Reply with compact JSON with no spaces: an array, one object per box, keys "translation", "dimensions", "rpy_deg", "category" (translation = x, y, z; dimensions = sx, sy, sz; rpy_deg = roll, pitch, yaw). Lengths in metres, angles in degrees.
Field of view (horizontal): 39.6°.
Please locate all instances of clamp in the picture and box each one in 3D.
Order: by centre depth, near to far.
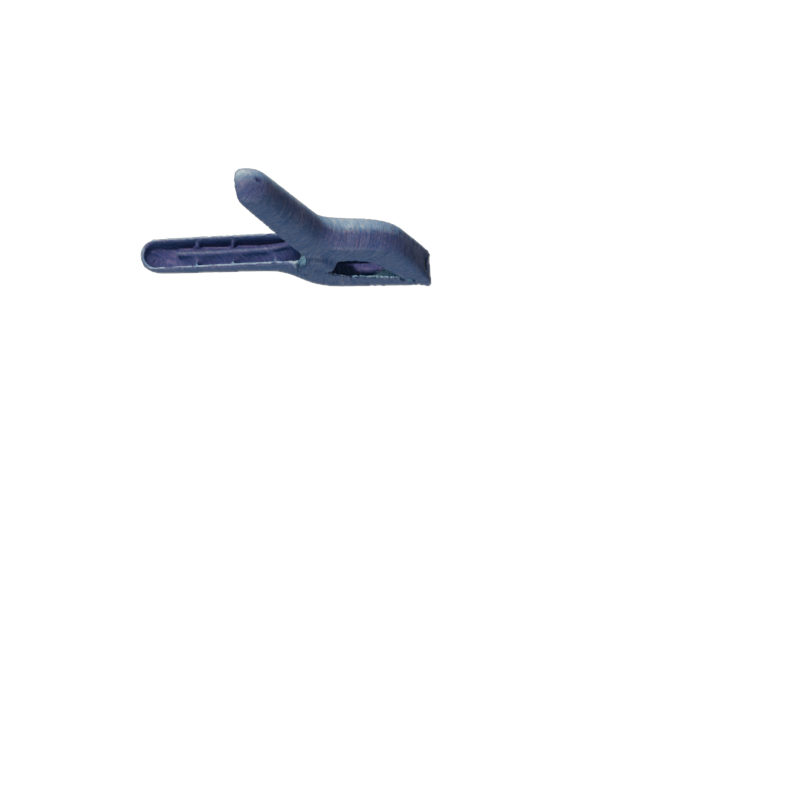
[{"translation":[-0.061,-0.112,0.785],"dimensions":[0.203,0.038,0.164],"rpy_deg":[6,-14,-25],"category":"clamp"}]
